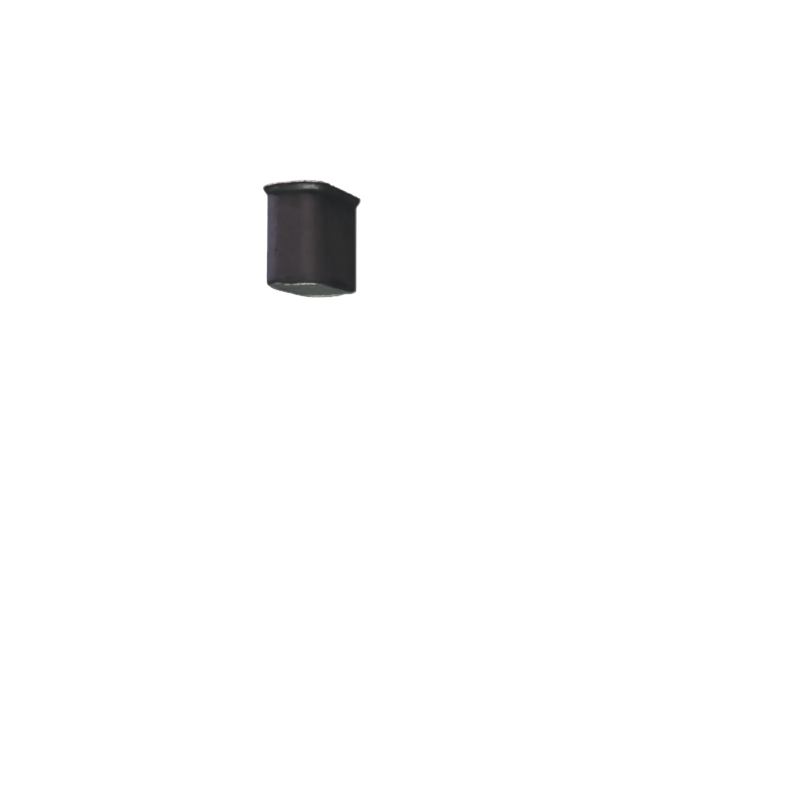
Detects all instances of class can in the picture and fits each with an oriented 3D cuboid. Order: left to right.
[{"bbox_3d":[-0.073,-0.132,0.926,0.059,0.085,0.098,-3,-5,22],"label":"can"}]
